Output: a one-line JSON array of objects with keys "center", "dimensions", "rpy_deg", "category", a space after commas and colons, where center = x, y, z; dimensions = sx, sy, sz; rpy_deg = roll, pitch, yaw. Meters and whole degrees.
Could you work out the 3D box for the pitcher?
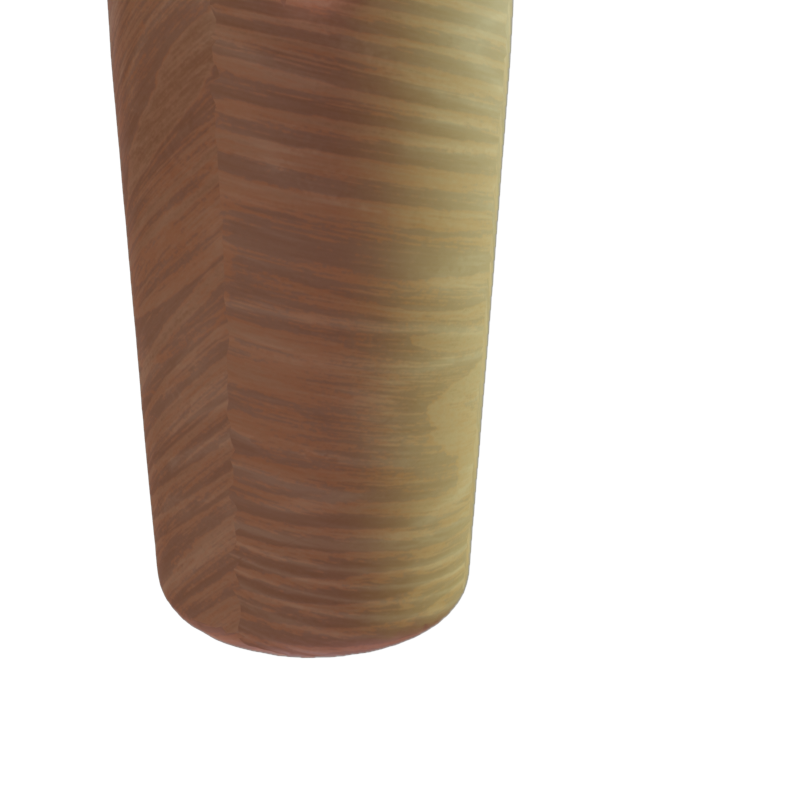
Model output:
[{"center": [-0.029, -0.054, 0.377], "dimensions": [0.152, 0.236, 0.146], "rpy_deg": [11, 17, 39], "category": "pitcher"}]
